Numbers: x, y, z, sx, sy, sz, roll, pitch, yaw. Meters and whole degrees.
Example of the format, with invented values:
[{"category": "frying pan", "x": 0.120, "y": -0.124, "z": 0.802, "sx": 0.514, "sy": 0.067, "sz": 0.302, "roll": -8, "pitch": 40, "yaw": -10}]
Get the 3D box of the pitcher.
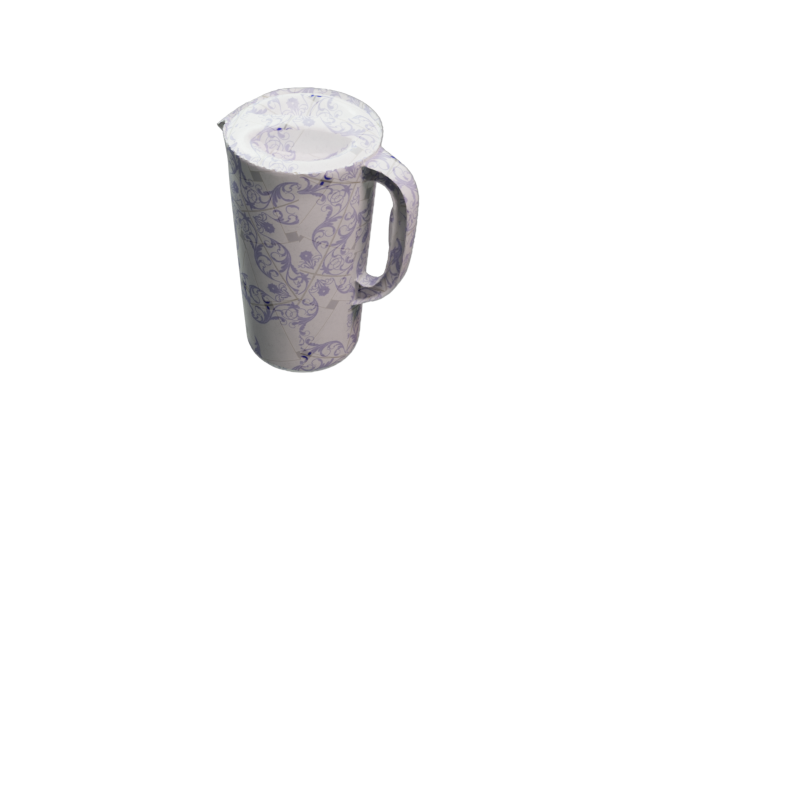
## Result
[{"category": "pitcher", "x": -0.077, "y": -0.140, "z": 0.978, "sx": 0.143, "sy": 0.227, "sz": 0.162, "roll": -10, "pitch": 43, "yaw": -14}]
